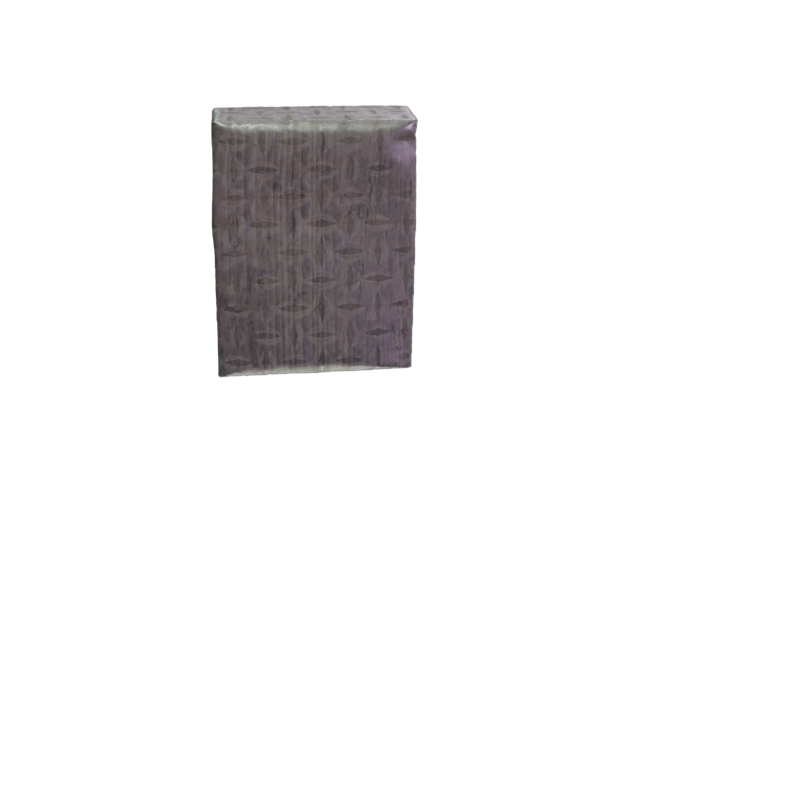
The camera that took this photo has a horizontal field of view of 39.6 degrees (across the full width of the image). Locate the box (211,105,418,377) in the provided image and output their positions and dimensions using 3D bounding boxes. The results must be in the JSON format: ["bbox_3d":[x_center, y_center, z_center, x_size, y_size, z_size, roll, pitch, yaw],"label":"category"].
[{"bbox_3d":[-0.071,-0.130,0.907,0.163,0.205,0.075,-1,18,-6],"label":"box"}]
